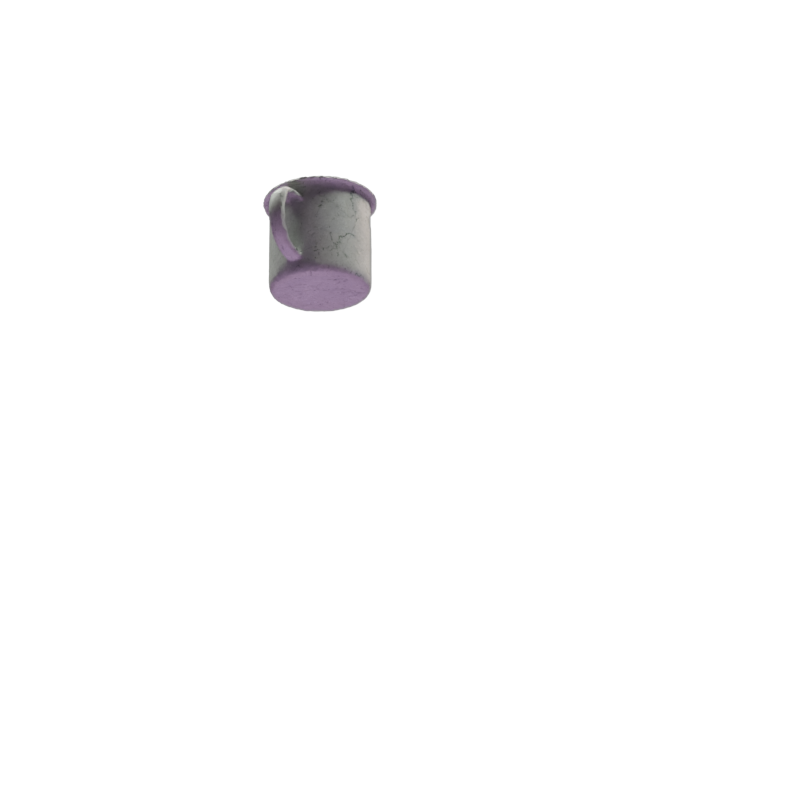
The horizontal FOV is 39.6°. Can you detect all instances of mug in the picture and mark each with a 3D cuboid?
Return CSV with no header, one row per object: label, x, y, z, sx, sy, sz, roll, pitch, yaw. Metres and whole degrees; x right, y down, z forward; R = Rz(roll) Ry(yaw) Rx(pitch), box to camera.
mug,-0.069,-0.126,0.880,0.095,0.086,0.109,-11,-24,22
